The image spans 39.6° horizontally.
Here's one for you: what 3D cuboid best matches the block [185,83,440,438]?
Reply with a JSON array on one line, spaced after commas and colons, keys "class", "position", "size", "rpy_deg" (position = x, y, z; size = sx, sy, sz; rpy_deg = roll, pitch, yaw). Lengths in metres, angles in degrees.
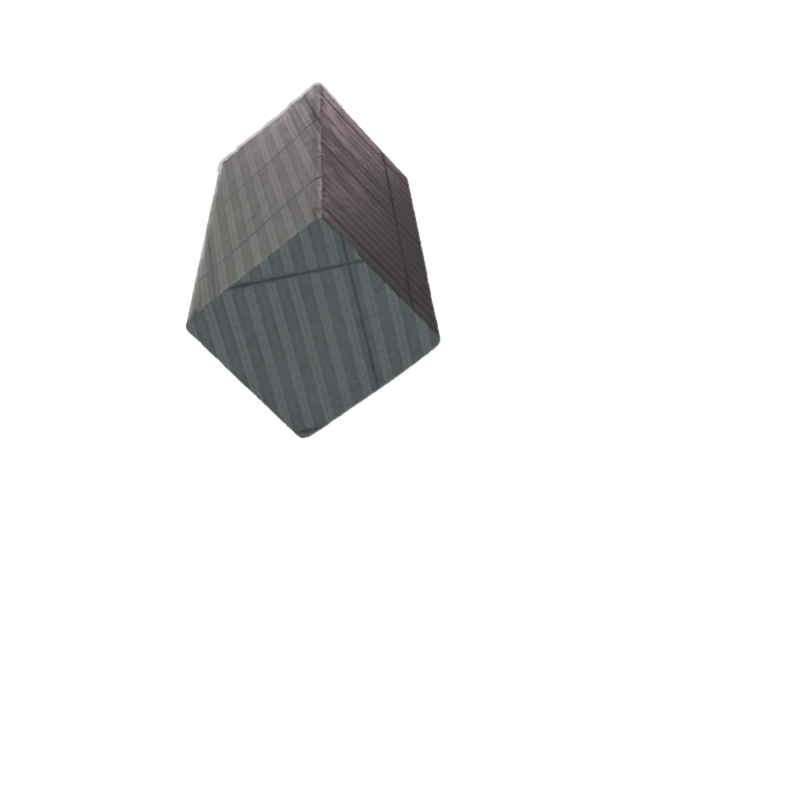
[{"class": "block", "position": [-0.049, -0.088, 0.617], "size": [0.089, 0.086, 0.219], "rpy_deg": [-37, 27, 17]}]
